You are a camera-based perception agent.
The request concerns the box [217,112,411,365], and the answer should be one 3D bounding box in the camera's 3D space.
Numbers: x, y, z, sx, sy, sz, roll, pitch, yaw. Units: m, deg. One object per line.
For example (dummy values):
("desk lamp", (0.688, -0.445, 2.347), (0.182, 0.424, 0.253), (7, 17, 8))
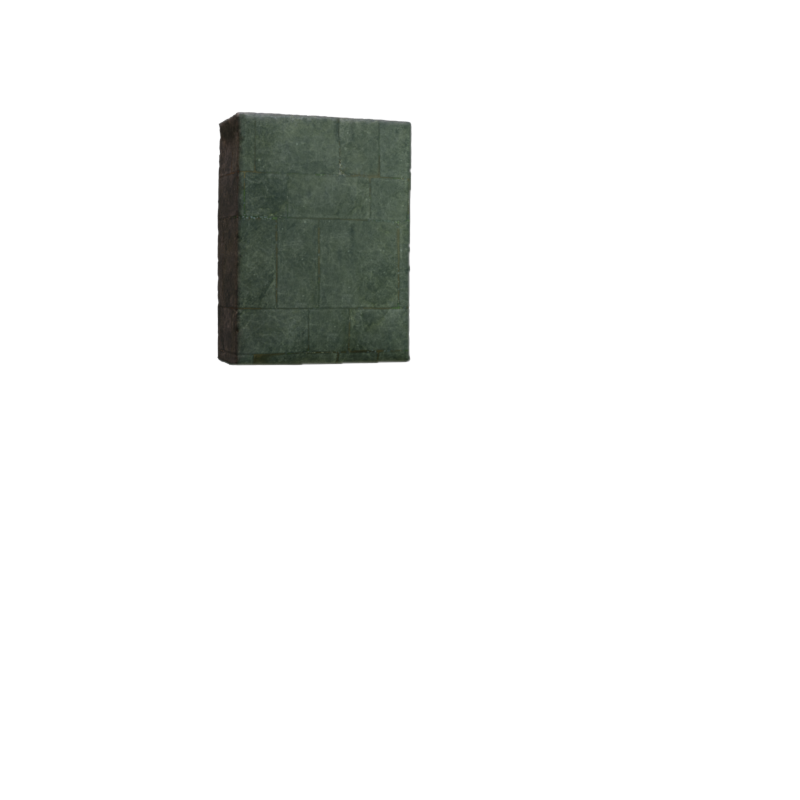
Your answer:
("box", (-0.076, -0.139, 0.977), (0.160, 0.215, 0.073), (0, -1, -23))
